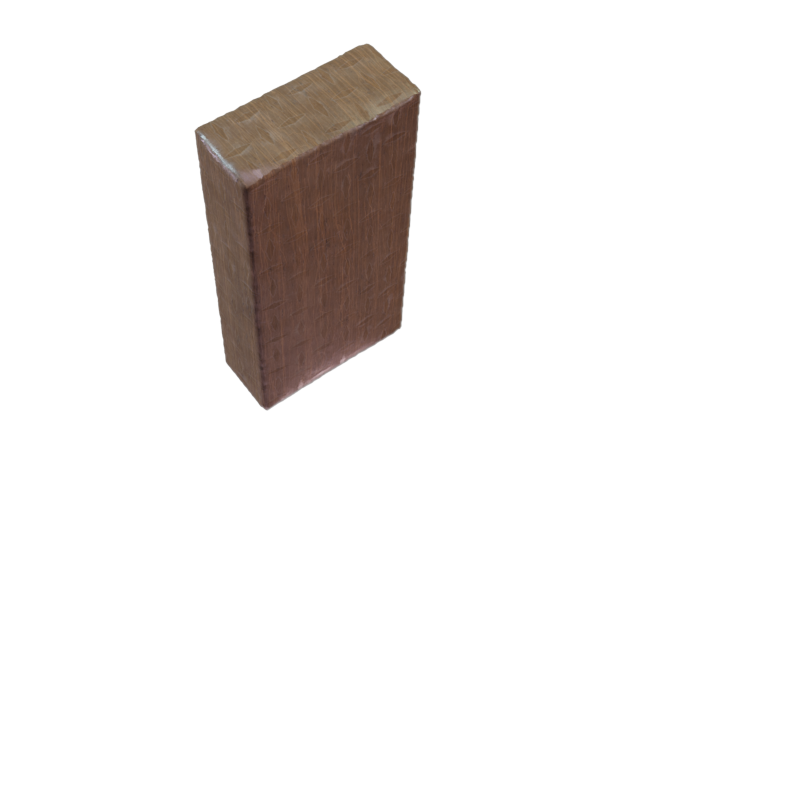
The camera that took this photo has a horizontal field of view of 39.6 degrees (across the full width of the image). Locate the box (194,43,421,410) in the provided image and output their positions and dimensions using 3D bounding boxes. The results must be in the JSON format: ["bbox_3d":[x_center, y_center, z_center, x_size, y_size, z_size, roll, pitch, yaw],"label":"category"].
[{"bbox_3d":[-0.041,-0.075,0.525,0.093,0.051,0.165,-33,-24,-21],"label":"box"}]
